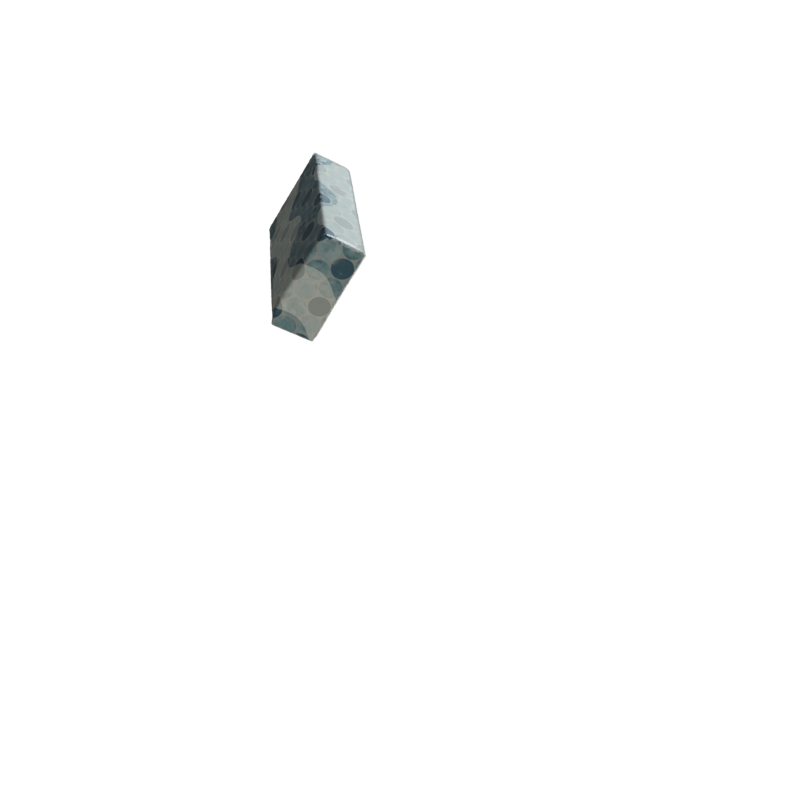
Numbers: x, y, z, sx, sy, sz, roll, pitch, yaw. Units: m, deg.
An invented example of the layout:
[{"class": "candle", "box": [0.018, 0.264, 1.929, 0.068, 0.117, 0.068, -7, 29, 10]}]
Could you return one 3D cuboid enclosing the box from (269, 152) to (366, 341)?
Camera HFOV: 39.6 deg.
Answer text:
[{"class": "box", "box": [-0.074, -0.136, 0.956, 0.046, 0.091, 0.187, 26, 26, -19]}]
